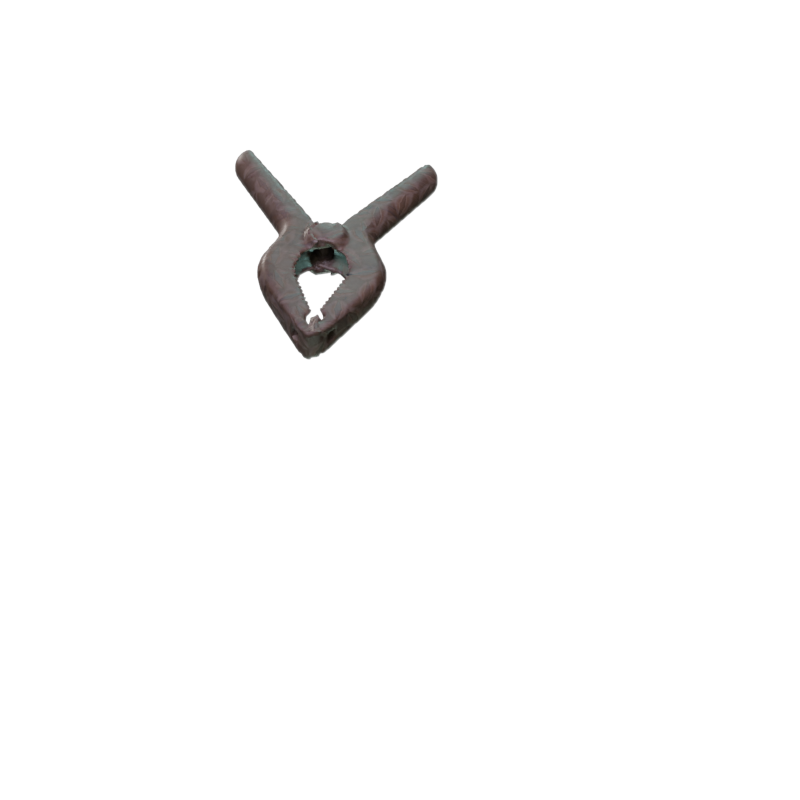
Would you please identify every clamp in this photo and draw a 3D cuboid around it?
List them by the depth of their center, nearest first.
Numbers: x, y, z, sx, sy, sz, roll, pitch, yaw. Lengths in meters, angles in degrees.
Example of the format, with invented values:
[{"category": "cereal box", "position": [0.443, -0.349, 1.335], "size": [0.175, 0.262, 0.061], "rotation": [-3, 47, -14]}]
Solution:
[{"category": "clamp", "position": [-0.066, -0.121, 0.845], "size": [0.167, 0.222, 0.034], "rotation": [8, -43, 7]}]
